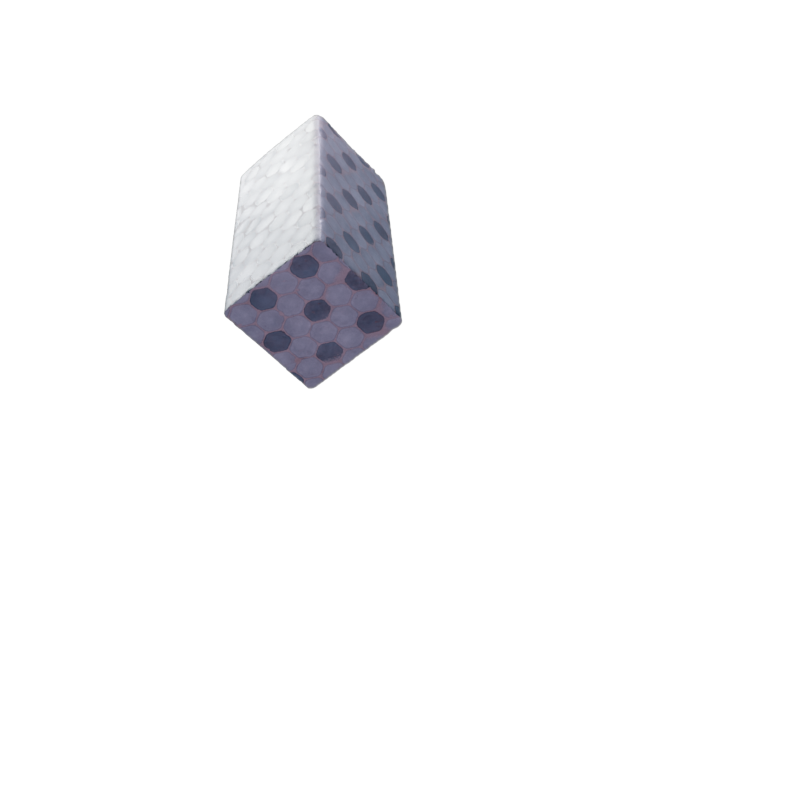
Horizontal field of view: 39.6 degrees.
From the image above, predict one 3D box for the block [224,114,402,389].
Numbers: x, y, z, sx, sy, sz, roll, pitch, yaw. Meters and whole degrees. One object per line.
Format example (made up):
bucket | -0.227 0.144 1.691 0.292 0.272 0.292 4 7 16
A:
block | -0.065 -0.120 0.839 0.089 0.085 0.220 -36 30 20
